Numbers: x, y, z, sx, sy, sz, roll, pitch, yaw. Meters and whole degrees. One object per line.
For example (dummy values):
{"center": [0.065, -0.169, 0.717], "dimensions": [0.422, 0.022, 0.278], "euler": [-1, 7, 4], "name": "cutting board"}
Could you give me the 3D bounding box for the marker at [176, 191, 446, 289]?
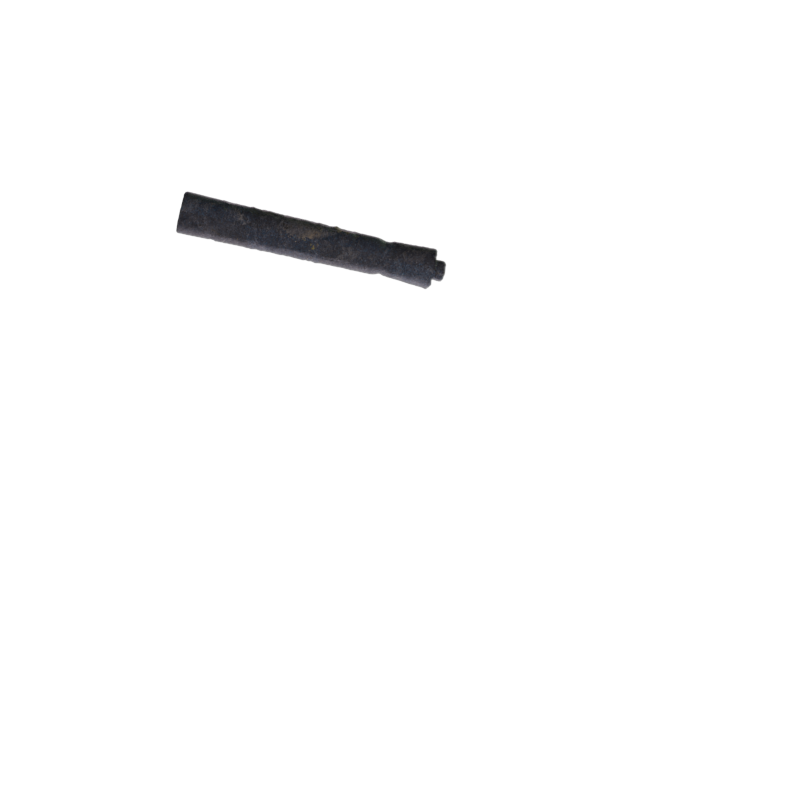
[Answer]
{"center": [-0.039, -0.071, 0.494], "dimensions": [0.120, 0.020, 0.020], "euler": [12, 2, -5], "name": "marker"}
